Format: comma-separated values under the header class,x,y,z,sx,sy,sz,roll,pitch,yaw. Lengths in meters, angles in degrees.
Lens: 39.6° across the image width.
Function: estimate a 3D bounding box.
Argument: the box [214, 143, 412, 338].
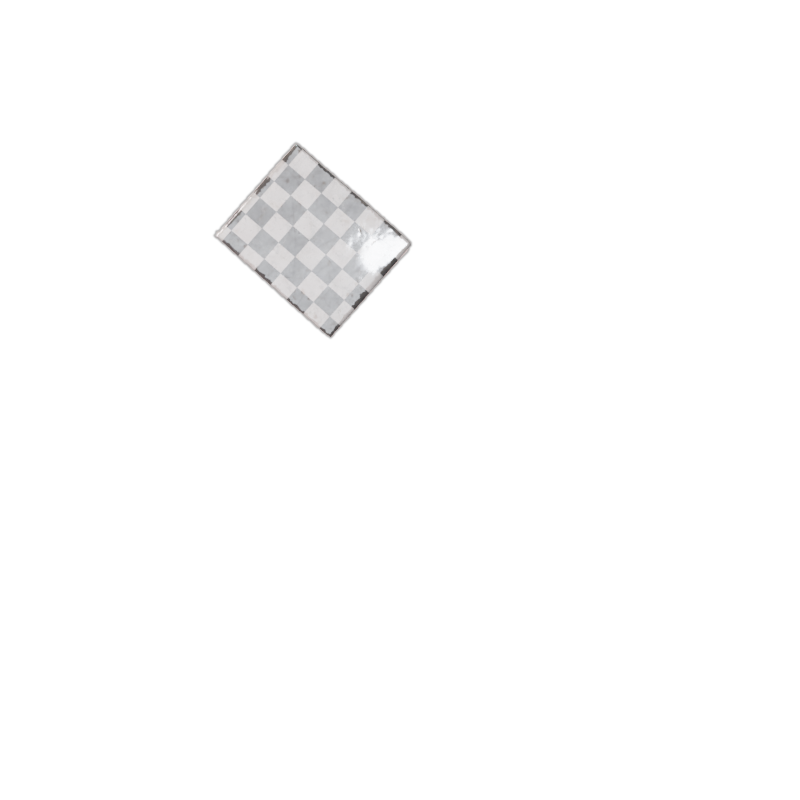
class,x,y,z,sx,sy,sz,roll,pitch,yaw
box,-0.063,-0.115,0.802,0.114,0.090,0.039,41,-3,2
